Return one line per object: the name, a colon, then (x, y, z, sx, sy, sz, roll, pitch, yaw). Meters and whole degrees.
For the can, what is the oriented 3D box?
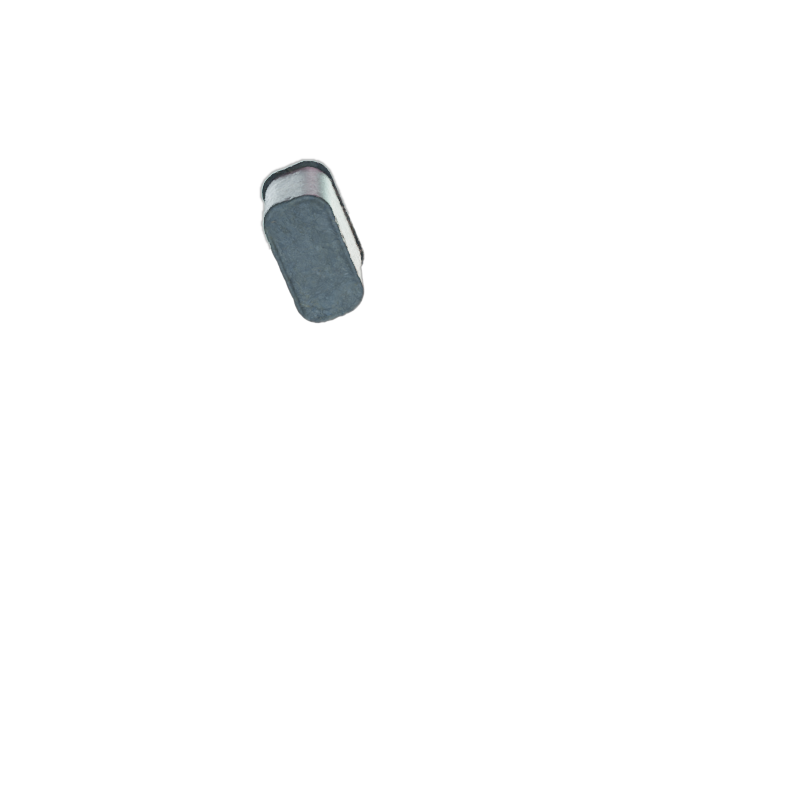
can: (-0.065, -0.118, 0.825, 0.058, 0.097, 0.088, -21, 22, 6)
